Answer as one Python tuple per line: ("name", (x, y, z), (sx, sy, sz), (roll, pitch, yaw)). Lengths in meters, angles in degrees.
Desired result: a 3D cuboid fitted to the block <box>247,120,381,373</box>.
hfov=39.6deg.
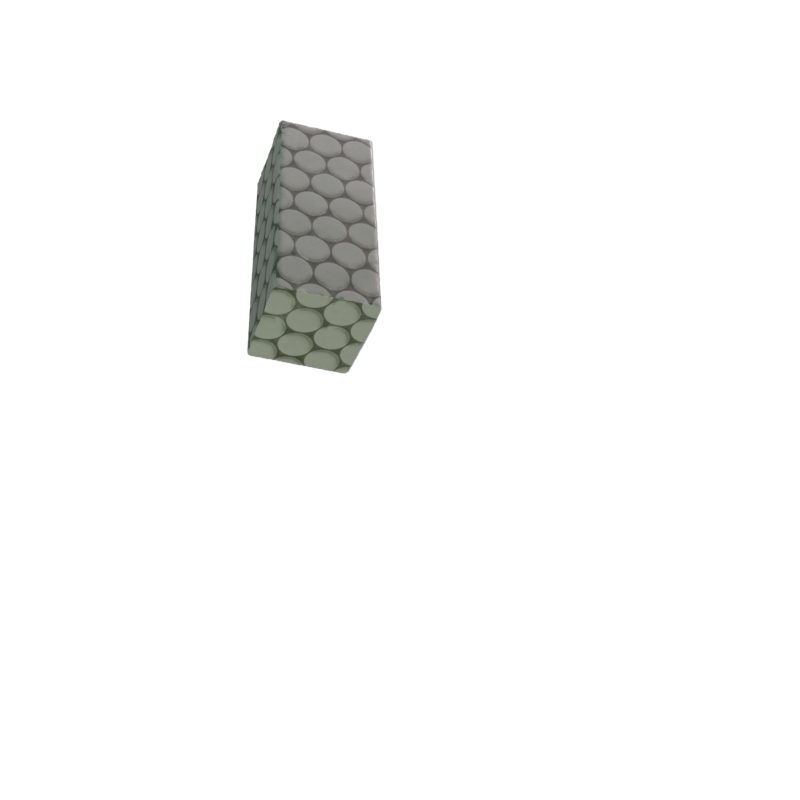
("block", (-0.075, -0.137, 0.962), (0.088, 0.221, 0.086), (11, -43, -15))
